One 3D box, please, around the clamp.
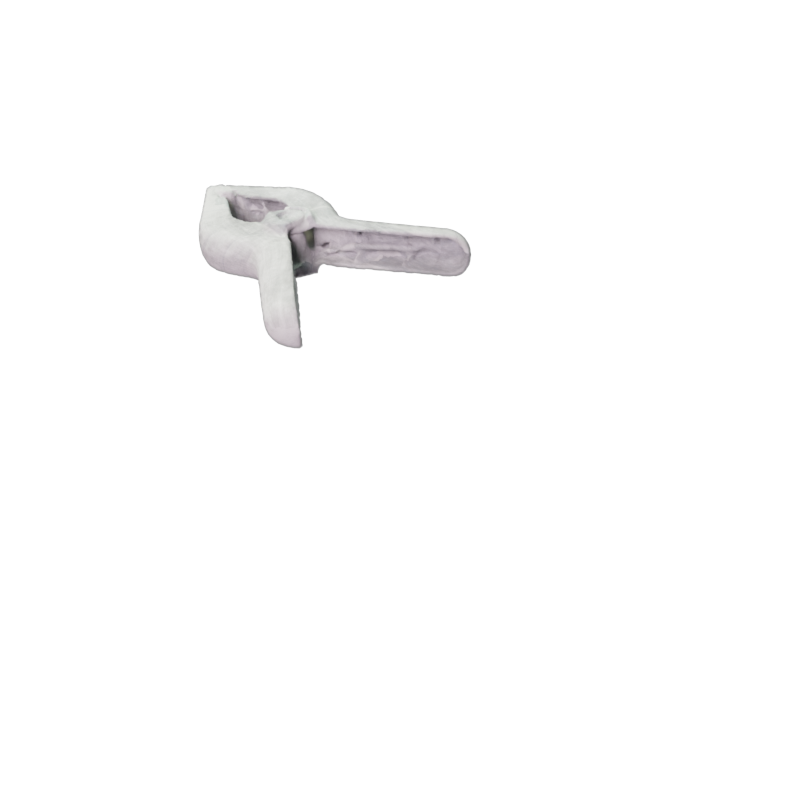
[{"bbox_3d":[-0.047,-0.086,0.604,0.118,0.037,0.185,-15,34,-24],"label":"clamp"}]
